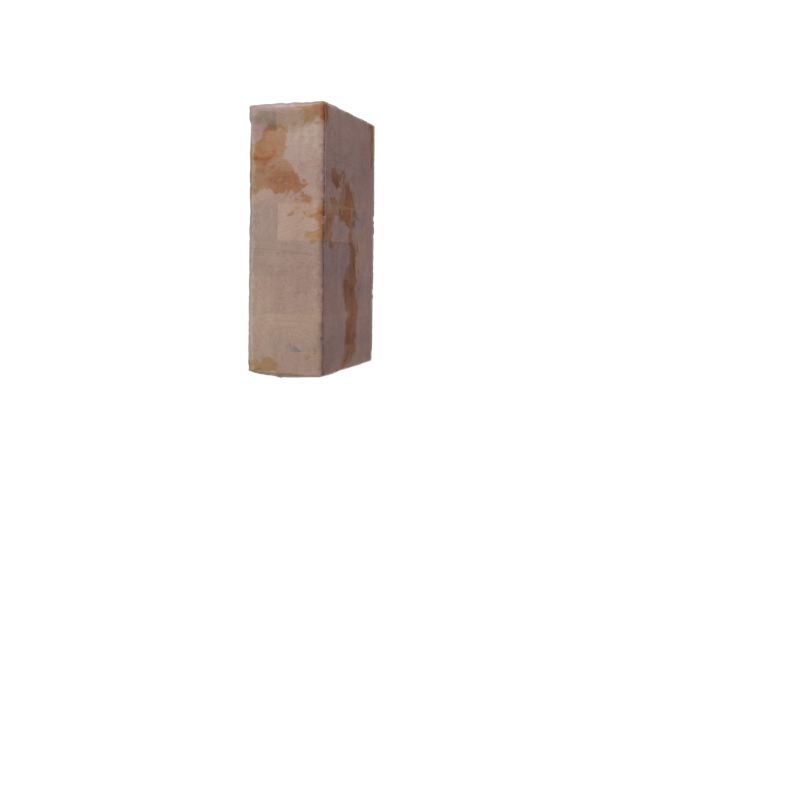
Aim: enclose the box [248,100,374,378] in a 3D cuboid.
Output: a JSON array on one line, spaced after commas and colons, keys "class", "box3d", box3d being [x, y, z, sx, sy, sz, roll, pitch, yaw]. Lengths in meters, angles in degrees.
[{"class": "box", "box3d": [-0.073, -0.132, 0.928, 0.073, 0.214, 0.161, 0, 2, 13]}]
